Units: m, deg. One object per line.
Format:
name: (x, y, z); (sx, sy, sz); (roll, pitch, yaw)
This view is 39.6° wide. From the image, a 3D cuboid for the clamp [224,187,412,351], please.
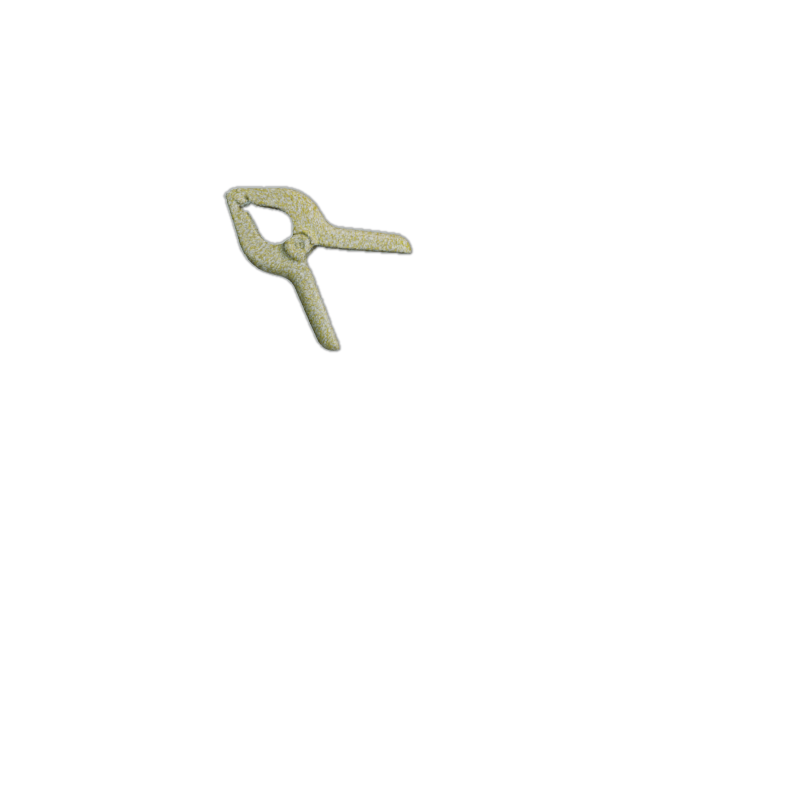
clamp: (-0.078, -0.142, 0.993); (0.121, 0.174, 0.038); (-44, -6, -6)
